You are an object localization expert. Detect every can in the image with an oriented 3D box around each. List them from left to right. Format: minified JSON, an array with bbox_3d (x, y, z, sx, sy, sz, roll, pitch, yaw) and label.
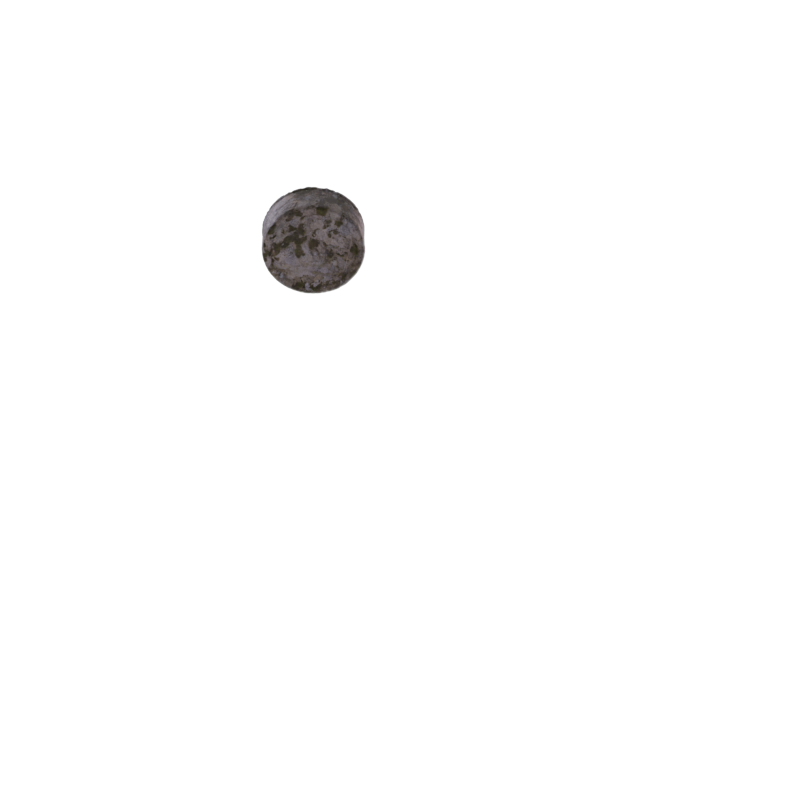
[{"bbox_3d":[-0.072,-0.131,0.914,0.086,0.080,0.036,1,36,-1],"label":"can"}]
